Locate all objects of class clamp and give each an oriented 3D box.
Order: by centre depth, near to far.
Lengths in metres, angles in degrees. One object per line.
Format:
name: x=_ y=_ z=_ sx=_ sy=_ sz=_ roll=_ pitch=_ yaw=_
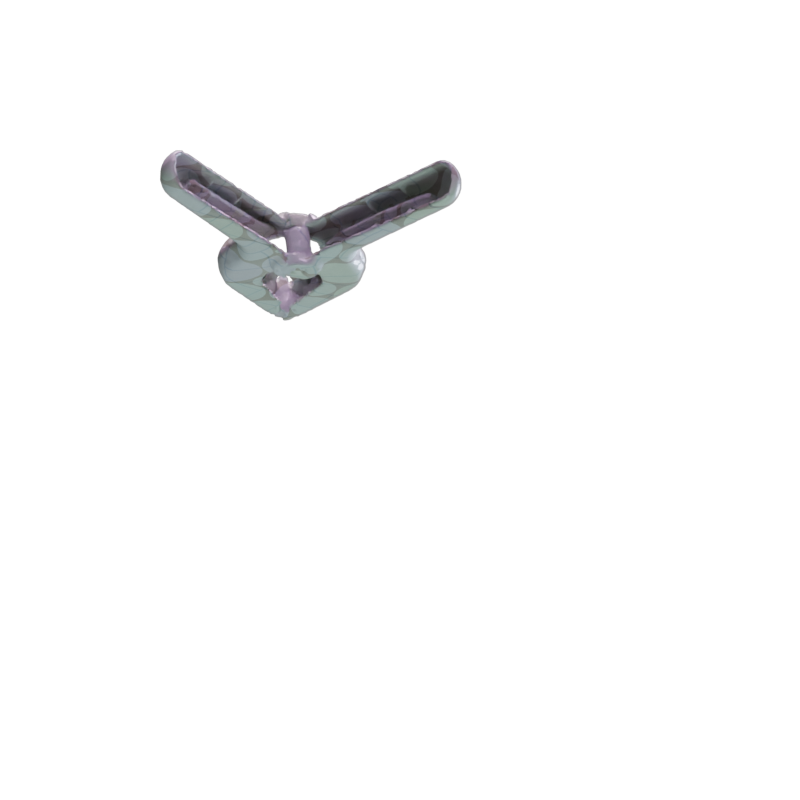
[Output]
clamp: x=-0.053 y=-0.097 z=0.683 sx=0.164 sy=0.038 sz=0.201 roll=1 pitch=-17 yaw=-2
